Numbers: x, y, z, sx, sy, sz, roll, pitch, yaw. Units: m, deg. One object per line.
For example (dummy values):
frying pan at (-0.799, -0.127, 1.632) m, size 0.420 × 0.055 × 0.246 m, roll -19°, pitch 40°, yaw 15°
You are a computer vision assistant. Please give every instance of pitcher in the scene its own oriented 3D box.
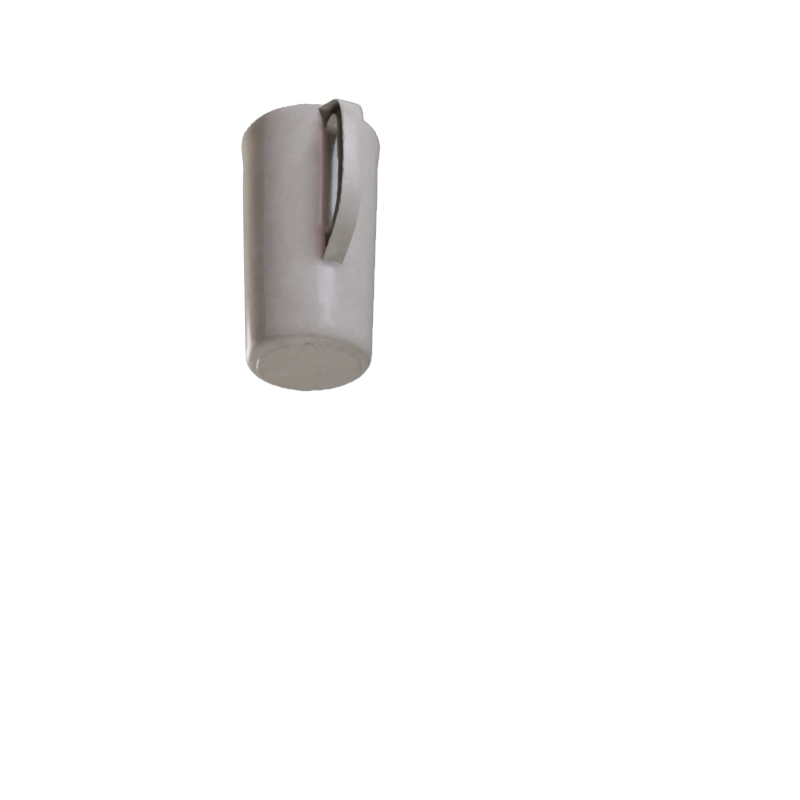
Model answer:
pitcher at (-0.078, -0.142, 0.994) m, size 0.147 × 0.259 × 0.138 m, roll -12°, pitch -31°, yaw 17°
